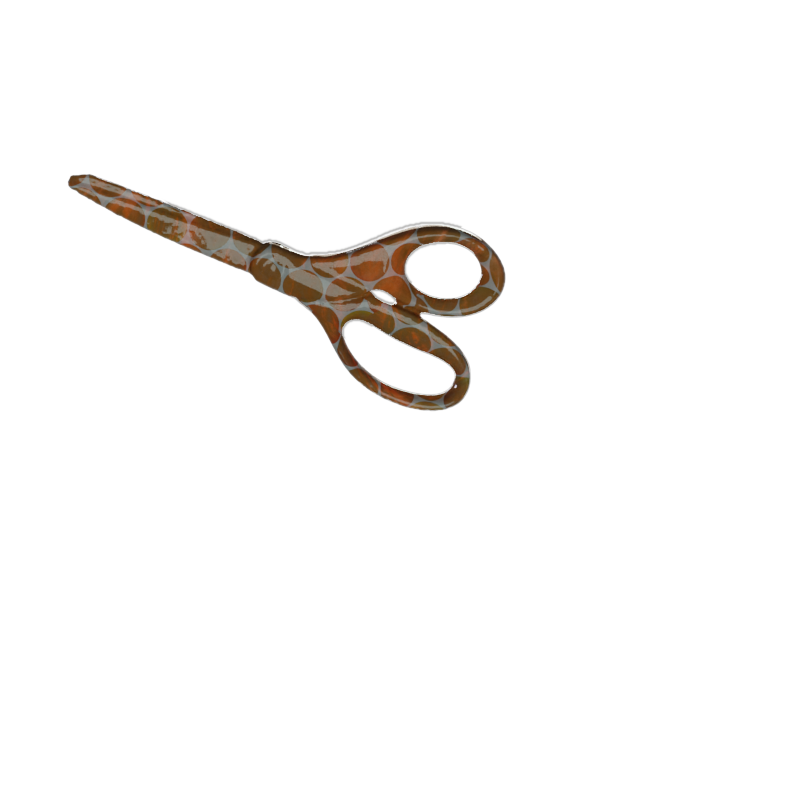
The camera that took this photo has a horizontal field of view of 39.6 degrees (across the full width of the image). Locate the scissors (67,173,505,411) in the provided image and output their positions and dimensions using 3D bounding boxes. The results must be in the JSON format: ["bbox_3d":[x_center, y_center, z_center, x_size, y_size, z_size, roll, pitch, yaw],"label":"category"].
[{"bbox_3d":[-0.039,-0.070,0.493,0.196,0.095,0.016,38,14,-11],"label":"scissors"}]
